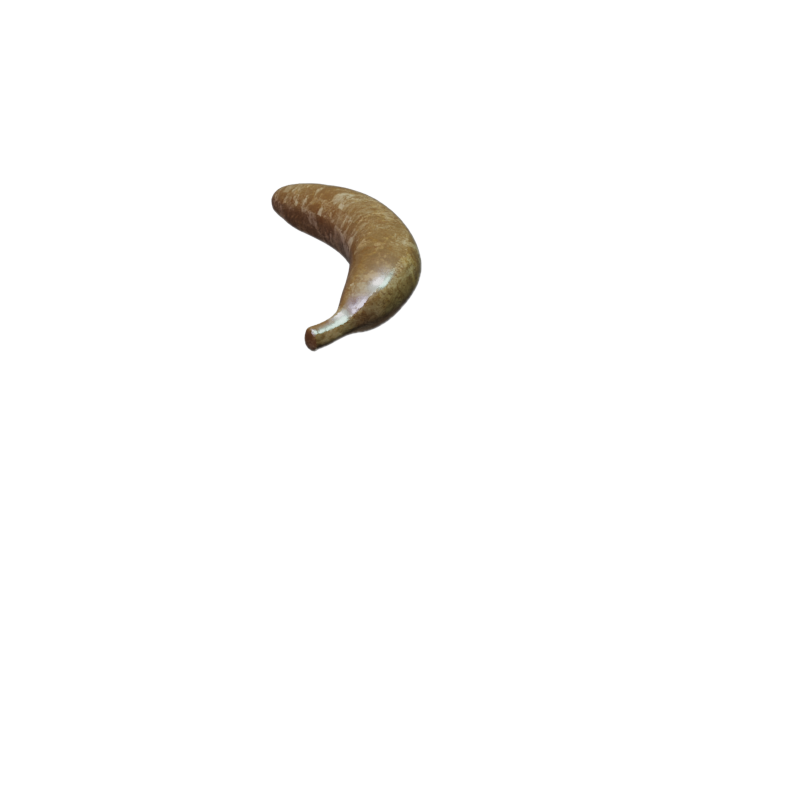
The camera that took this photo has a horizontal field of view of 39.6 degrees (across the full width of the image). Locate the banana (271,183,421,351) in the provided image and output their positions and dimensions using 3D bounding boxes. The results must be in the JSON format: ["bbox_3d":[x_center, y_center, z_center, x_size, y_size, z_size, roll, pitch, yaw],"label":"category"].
[{"bbox_3d":[-0.029,-0.086,0.607,0.069,0.035,0.210,-4,27,-9],"label":"banana"}]
